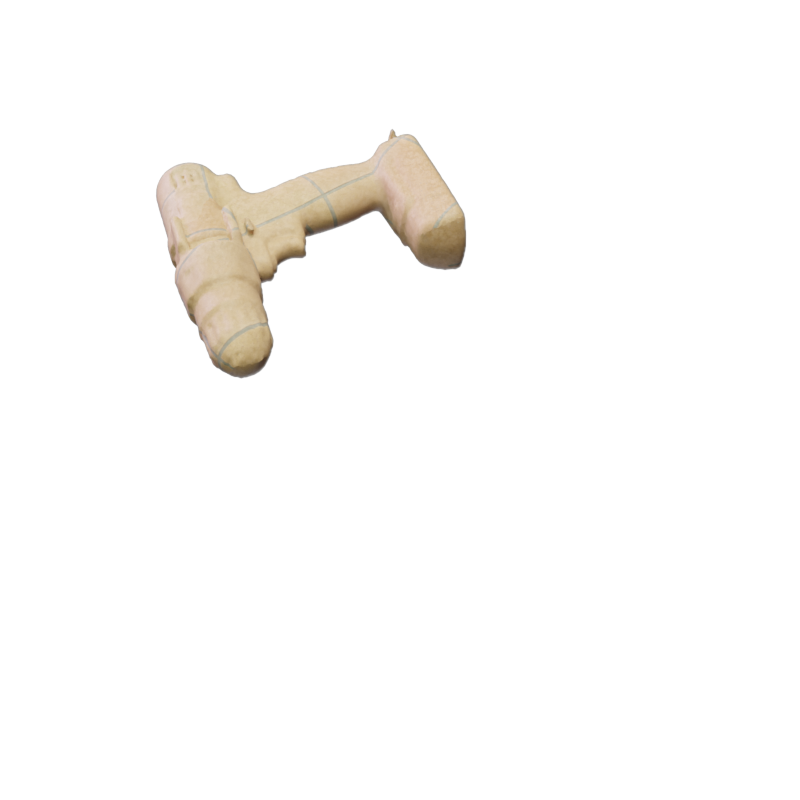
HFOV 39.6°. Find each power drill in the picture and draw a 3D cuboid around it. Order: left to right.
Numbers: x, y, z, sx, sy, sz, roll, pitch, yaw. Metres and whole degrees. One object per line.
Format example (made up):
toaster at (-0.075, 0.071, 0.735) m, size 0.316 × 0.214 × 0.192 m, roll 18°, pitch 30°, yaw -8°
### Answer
power drill at (-0.057, -0.103, 0.724) m, size 0.186 × 0.200 × 0.053 m, roll -14°, pitch -41°, yaw -13°
